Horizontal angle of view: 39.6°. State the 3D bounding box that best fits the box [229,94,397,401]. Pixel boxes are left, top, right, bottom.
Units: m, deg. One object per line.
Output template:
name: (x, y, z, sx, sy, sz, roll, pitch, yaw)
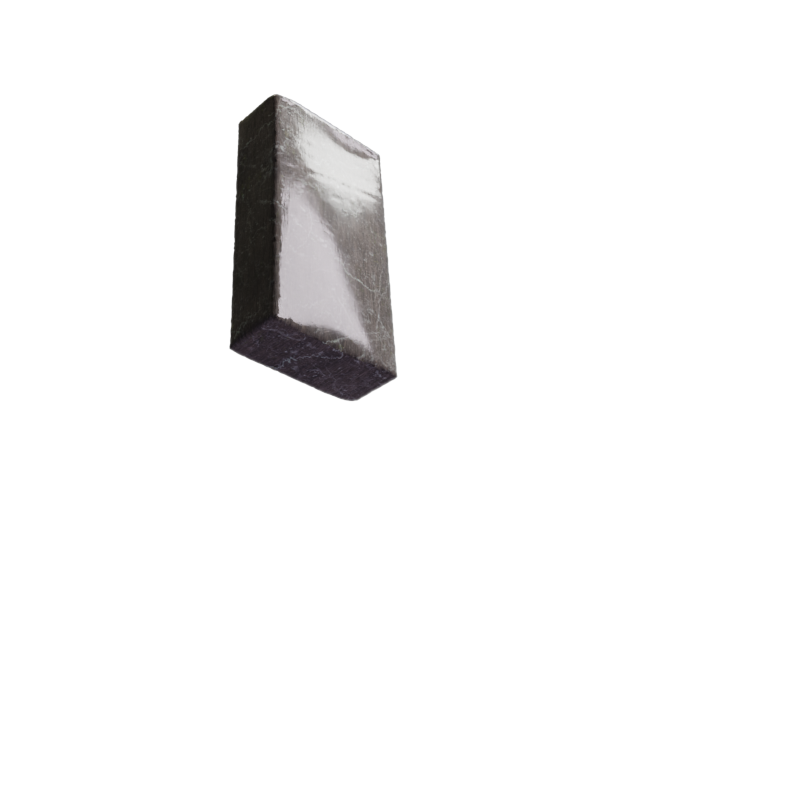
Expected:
box: (-0.052, -0.095, 0.661, 0.088, 0.189, 0.048, 26, -44, -34)
